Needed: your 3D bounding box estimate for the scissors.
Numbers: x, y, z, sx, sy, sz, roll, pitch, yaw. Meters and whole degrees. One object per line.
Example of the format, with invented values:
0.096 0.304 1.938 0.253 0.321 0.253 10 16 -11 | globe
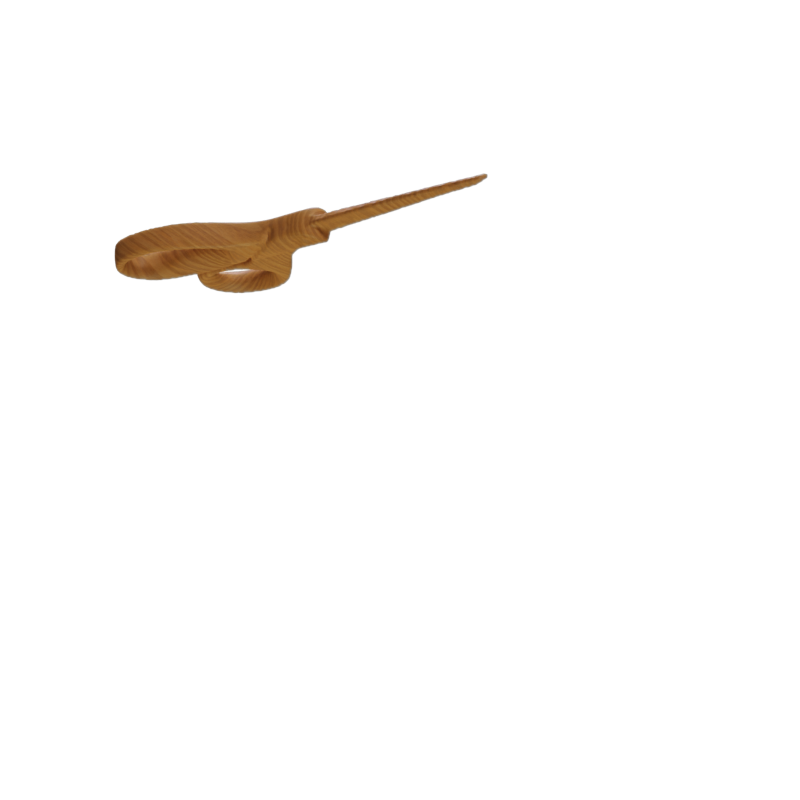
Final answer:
-0.041 -0.074 0.520 0.206 0.016 0.091 -4 -10 25 | scissors
